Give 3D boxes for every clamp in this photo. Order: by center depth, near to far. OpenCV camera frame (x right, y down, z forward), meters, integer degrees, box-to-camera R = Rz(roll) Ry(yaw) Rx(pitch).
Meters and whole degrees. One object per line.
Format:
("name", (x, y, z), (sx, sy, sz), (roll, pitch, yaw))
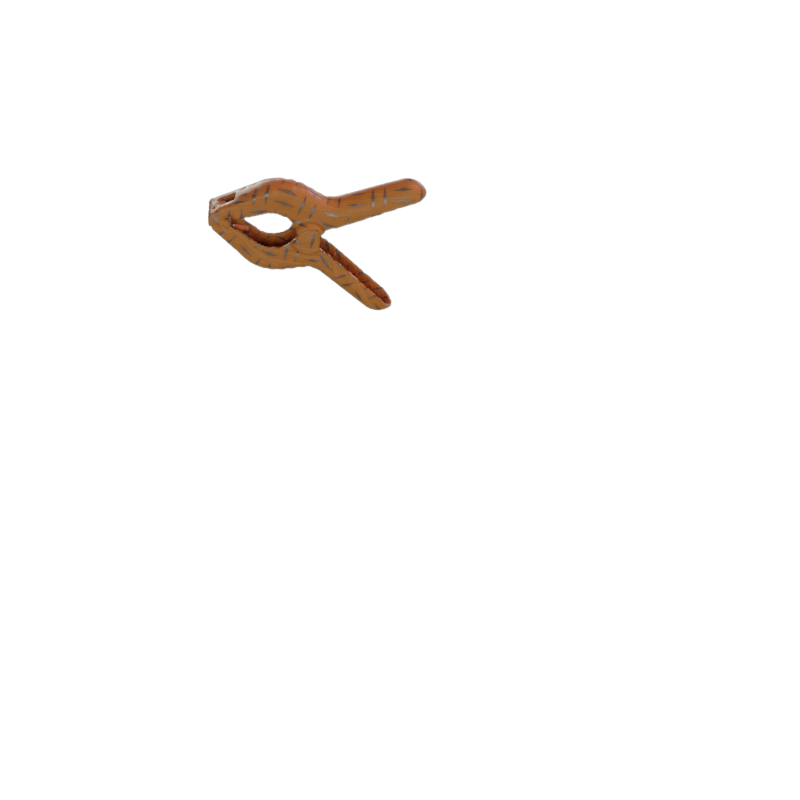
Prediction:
("clamp", (-0.070, -0.128, 0.896), (0.171, 0.114, 0.041), (4, 26, -2))
